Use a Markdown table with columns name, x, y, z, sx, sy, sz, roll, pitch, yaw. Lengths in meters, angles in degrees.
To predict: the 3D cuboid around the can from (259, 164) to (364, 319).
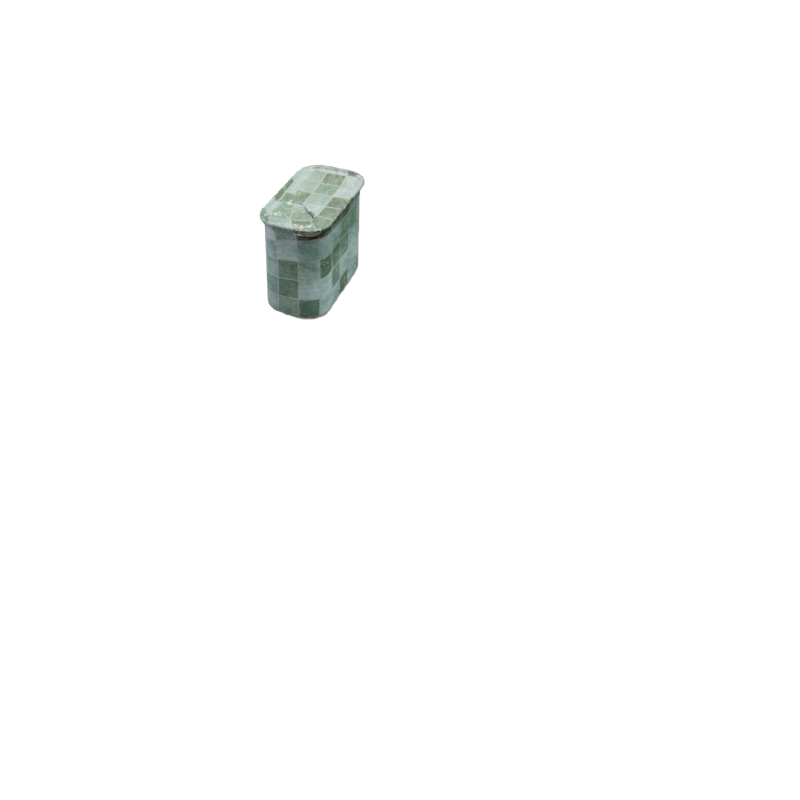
| name | x | y | z | sx | sy | sz | roll | pitch | yaw |
| --- | --- | --- | --- | --- | --- | --- | --- | --- | --- |
| can | -0.069 | -0.125 | 0.877 | 0.059 | 0.078 | 0.106 | 13 | 37 | 15 |
